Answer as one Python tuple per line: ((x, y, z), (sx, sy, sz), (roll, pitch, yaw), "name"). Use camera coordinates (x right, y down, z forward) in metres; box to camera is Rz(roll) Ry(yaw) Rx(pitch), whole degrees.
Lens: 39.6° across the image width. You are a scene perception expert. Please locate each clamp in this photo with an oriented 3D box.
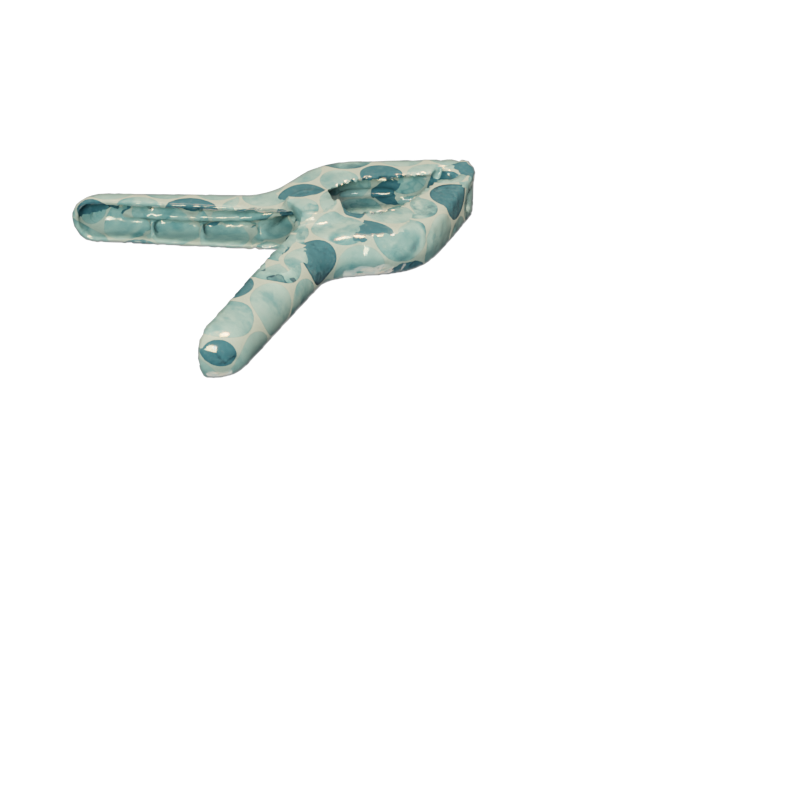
((-0.044, -0.080, 0.559), (0.207, 0.034, 0.178), (-16, 38, -21), "clamp")
